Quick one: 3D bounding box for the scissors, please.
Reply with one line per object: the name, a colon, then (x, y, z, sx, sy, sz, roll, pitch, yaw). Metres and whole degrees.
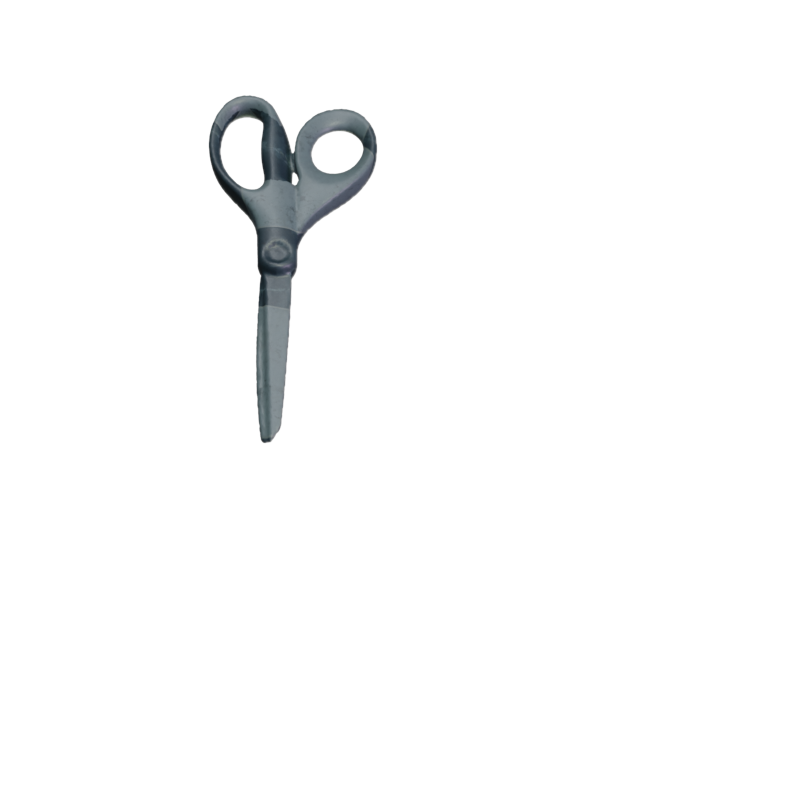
scissors: (-0.042, -0.077, 0.541, 0.095, 0.217, 0.015, -13, -34, -9)
